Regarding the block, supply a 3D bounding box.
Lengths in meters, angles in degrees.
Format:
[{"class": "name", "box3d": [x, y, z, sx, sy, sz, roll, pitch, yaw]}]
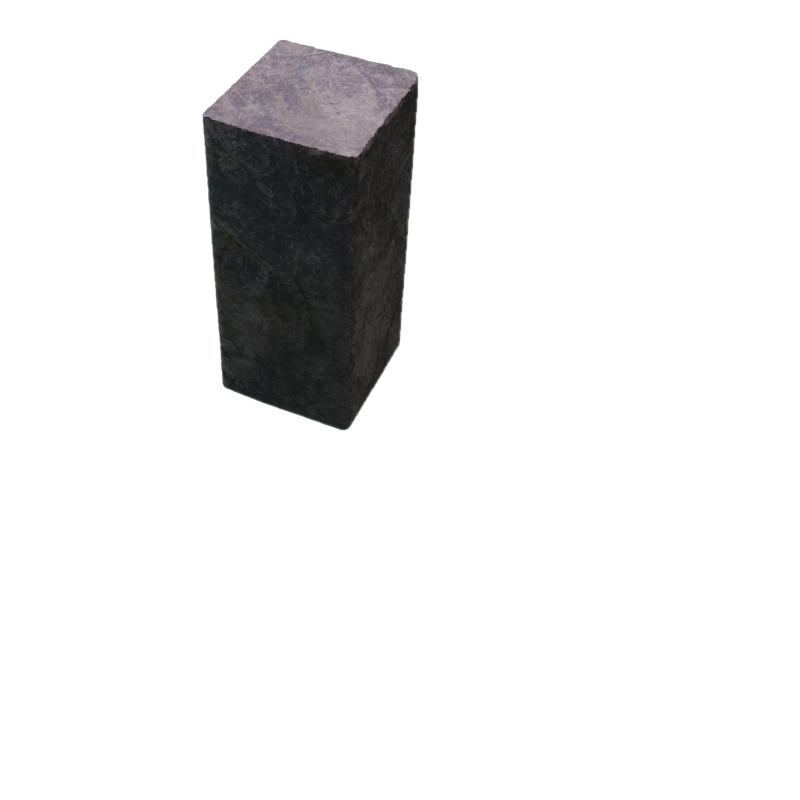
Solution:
[{"class": "block", "box3d": [-0.051, -0.093, 0.653, 0.093, 0.192, 0.094, 19, 45, 16]}]
